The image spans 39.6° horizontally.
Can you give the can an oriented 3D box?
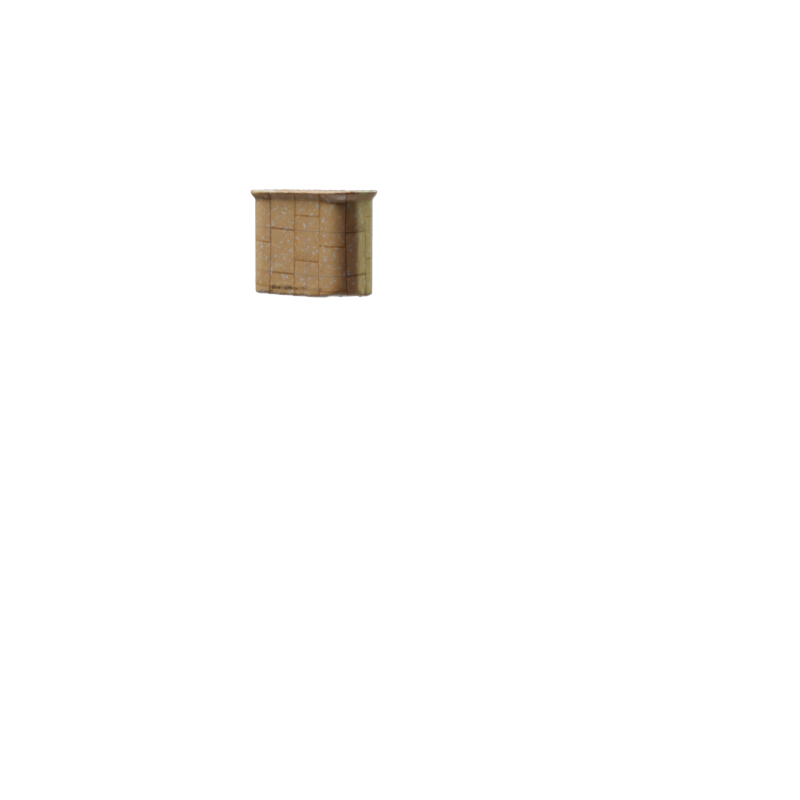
[{"bbox_3d":[-0.070,-0.128,0.893,0.106,0.083,0.056,6,8,31],"label":"can"}]
